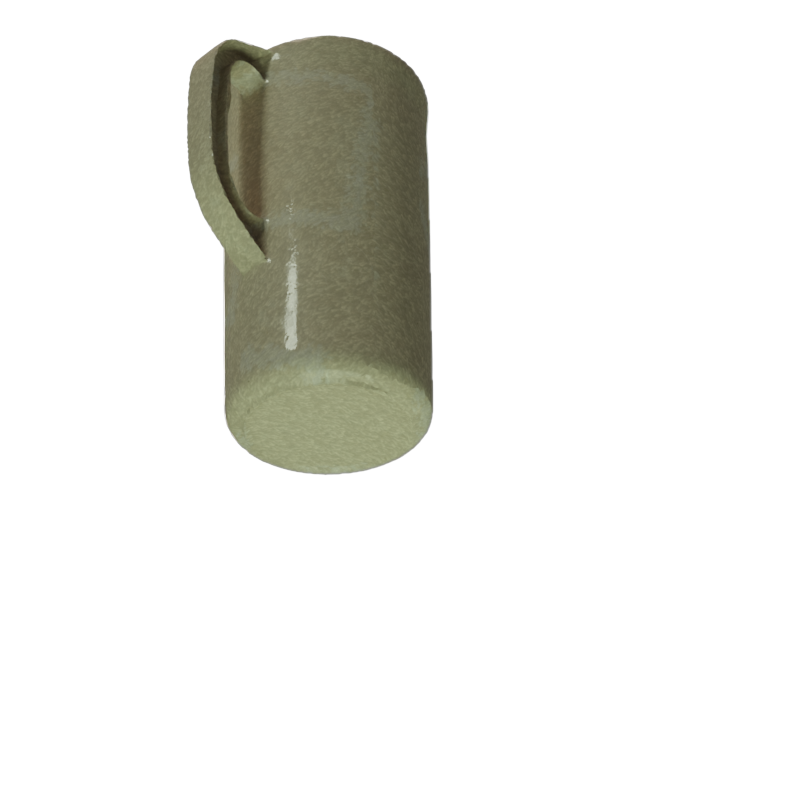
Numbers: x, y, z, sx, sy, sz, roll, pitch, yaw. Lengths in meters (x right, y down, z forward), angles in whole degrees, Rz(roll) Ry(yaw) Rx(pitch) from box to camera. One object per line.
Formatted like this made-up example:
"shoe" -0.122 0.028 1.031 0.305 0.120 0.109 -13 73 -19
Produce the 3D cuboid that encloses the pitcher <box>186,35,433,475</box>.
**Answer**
"pitcher" -0.050 -0.091 0.637 0.148 0.261 0.136 1 -38 -5
